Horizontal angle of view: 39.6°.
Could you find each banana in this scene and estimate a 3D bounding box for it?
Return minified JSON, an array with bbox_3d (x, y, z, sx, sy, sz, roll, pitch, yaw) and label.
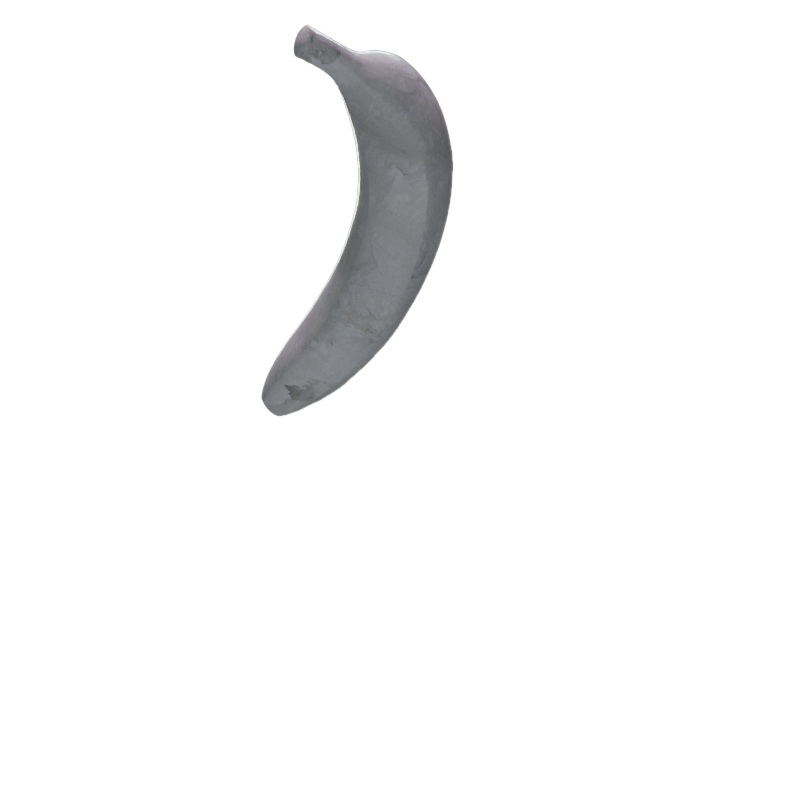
[{"bbox_3d":[-0.017,-0.067,0.458,0.069,0.186,0.039,5,40,-6],"label":"banana"}]
